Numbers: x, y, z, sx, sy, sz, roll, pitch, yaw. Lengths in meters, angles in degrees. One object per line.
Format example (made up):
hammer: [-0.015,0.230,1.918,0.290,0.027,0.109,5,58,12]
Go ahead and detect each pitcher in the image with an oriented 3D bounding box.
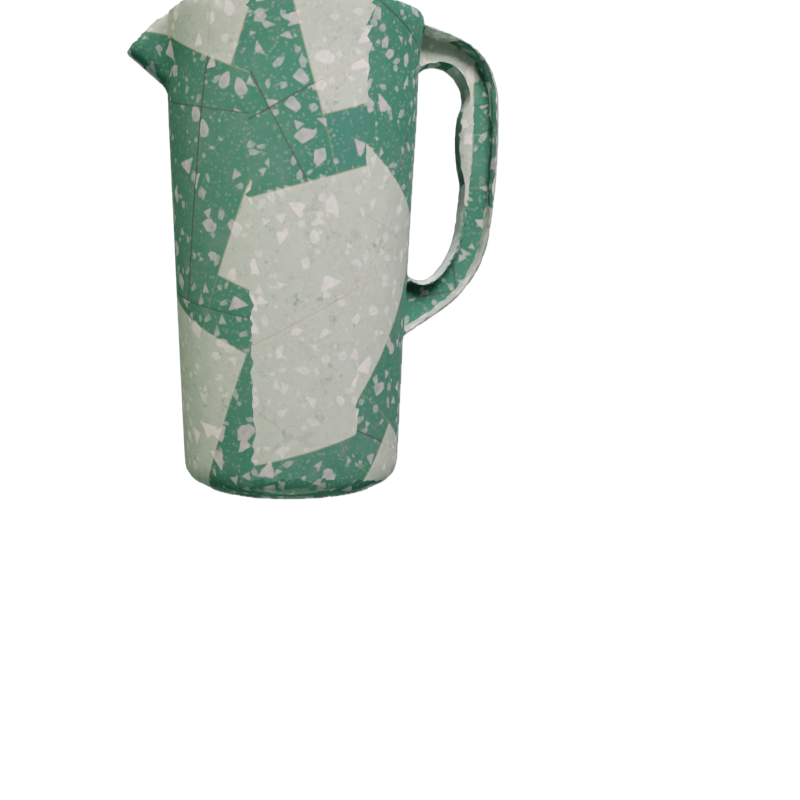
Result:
pitcher: [-0.044,-0.081,0.566,0.155,0.243,0.140,1,2,35]
